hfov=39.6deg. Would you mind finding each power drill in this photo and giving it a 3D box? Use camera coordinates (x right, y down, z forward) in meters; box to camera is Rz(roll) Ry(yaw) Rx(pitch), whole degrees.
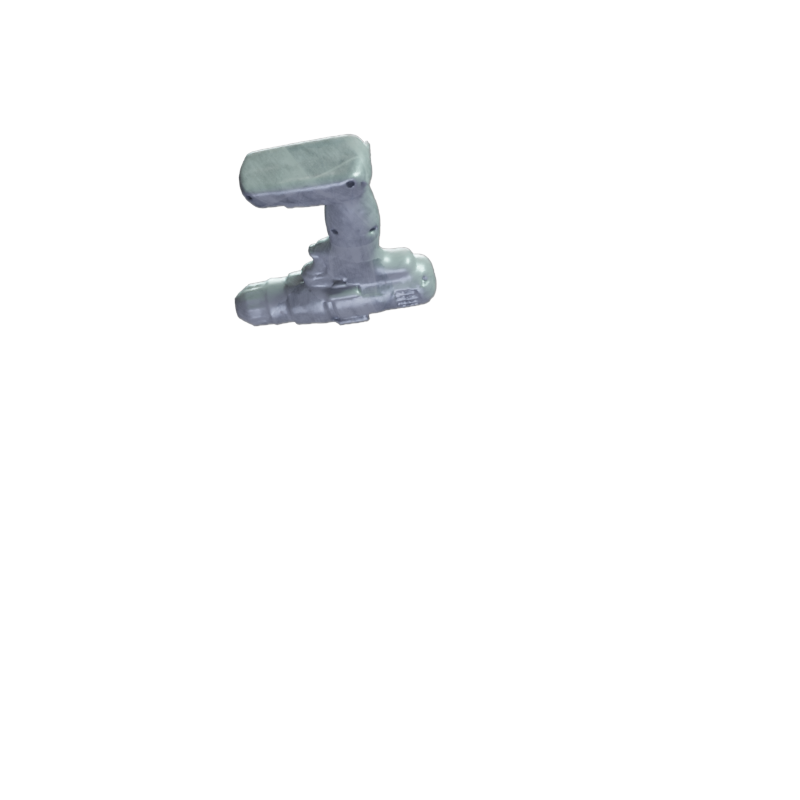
[{"bbox_3d":[-0.074,-0.135,0.945,0.186,0.062,0.173,-9,-38,11],"label":"power drill"}]
